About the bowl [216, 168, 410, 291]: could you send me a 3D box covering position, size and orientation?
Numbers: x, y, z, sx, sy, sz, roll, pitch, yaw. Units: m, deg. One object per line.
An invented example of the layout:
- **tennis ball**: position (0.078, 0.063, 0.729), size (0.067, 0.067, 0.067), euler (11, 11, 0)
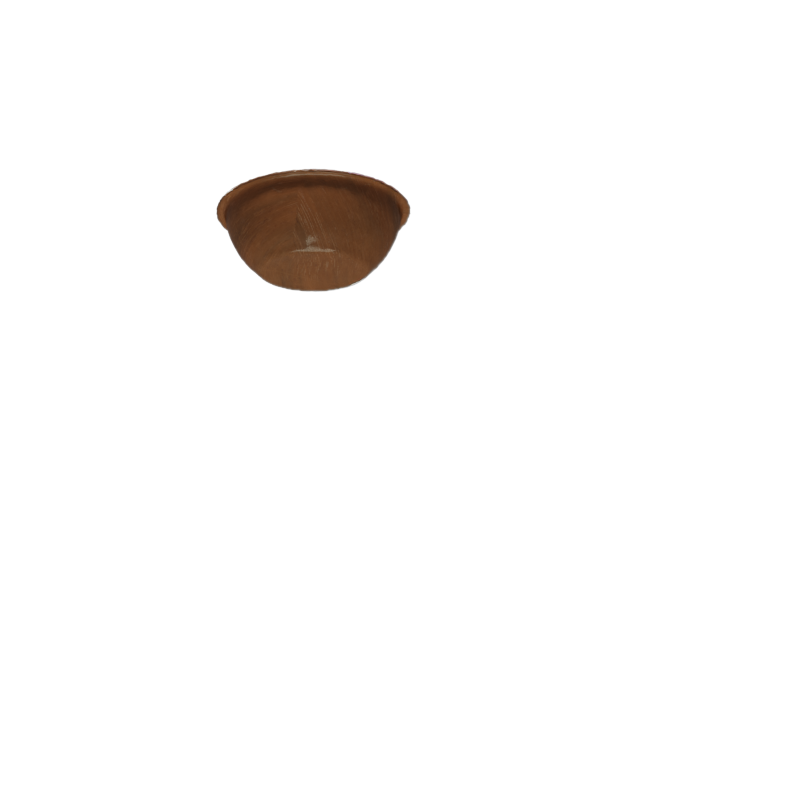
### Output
- **bowl**: position (-0.072, -0.131, 0.915), size (0.162, 0.058, 0.155), euler (0, -17, -2)
